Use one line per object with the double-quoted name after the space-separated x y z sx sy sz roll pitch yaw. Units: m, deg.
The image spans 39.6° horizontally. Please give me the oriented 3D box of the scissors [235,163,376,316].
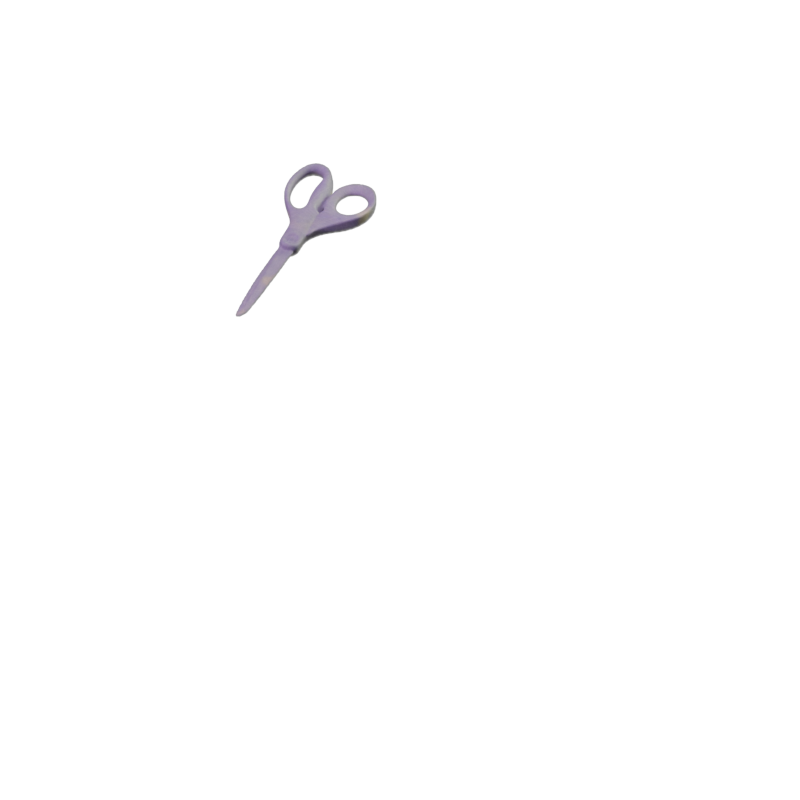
-0.078 -0.143 0.999 0.097 0.214 0.015 6 -41 5 "scissors"
